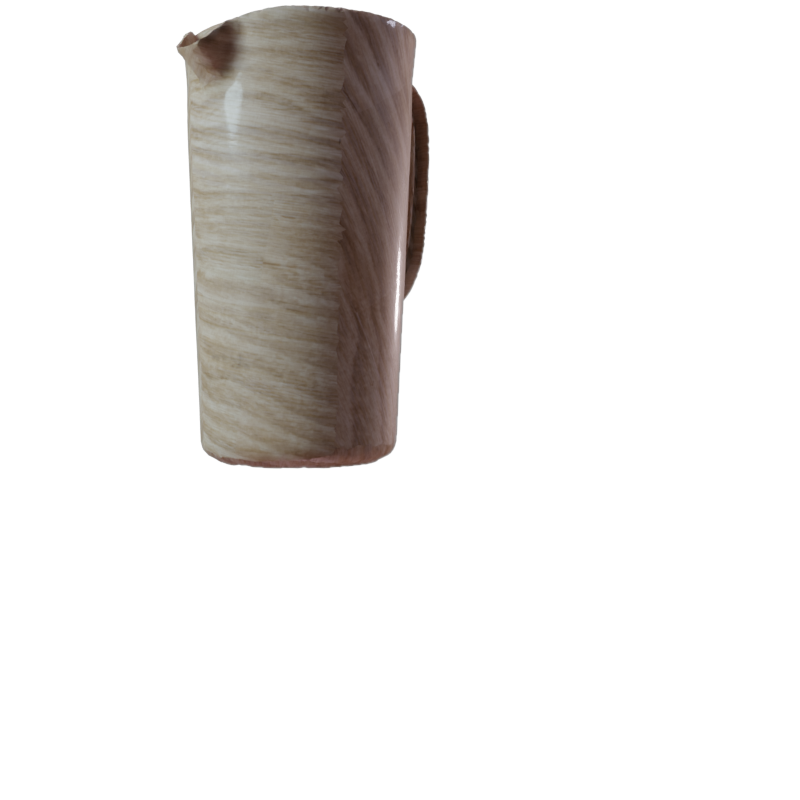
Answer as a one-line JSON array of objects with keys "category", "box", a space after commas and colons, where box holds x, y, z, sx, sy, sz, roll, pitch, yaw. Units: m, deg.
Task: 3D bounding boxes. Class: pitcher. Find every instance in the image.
[{"category": "pitcher", "box": [-0.049, -0.090, 0.629, 0.148, 0.246, 0.144, 0, -3, -4]}]
